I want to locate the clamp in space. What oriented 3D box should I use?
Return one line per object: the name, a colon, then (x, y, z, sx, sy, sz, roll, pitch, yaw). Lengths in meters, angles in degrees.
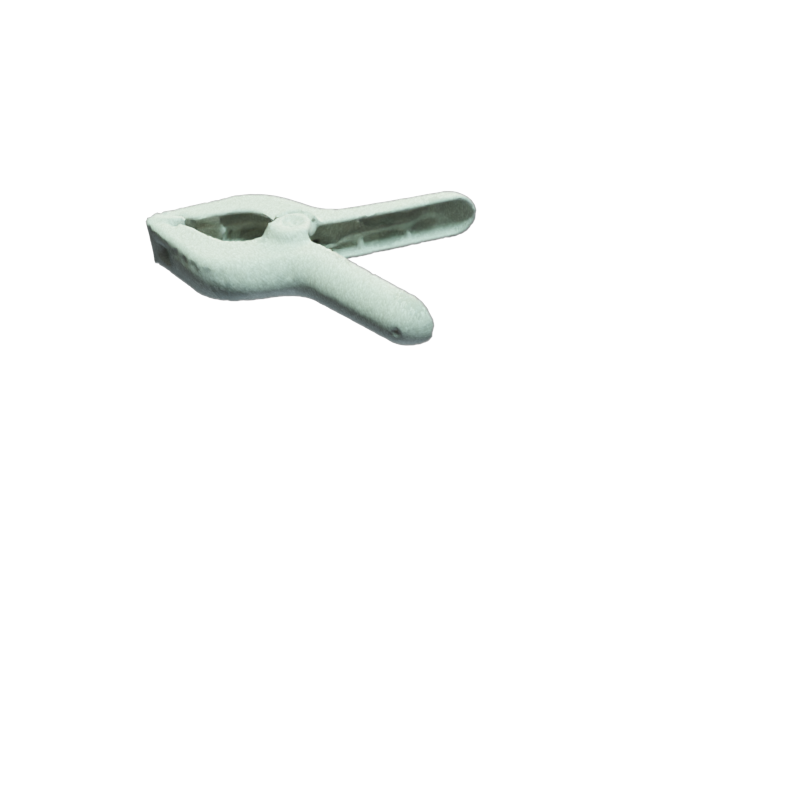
clamp: (-0.045, -0.082, 0.577, 0.178, 0.037, 0.123, 14, 35, 21)
